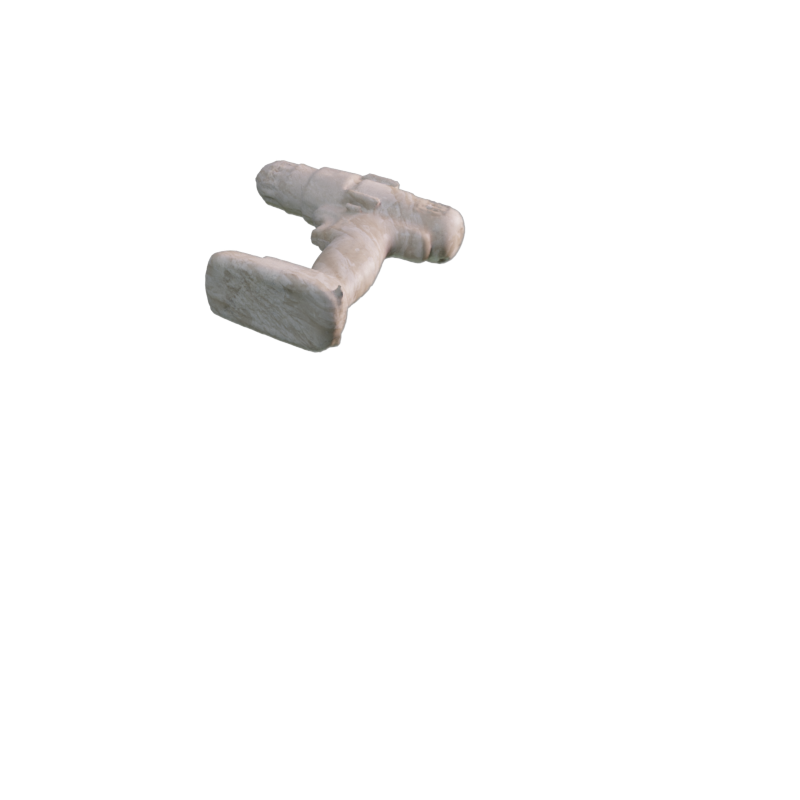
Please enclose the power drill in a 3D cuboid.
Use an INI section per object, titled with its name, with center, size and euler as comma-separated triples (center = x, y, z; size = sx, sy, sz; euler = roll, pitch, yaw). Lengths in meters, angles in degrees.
[power drill]
center = -0.066, -0.121, 0.845
size = 0.193, 0.054, 0.192
euler = 18, 40, 22
